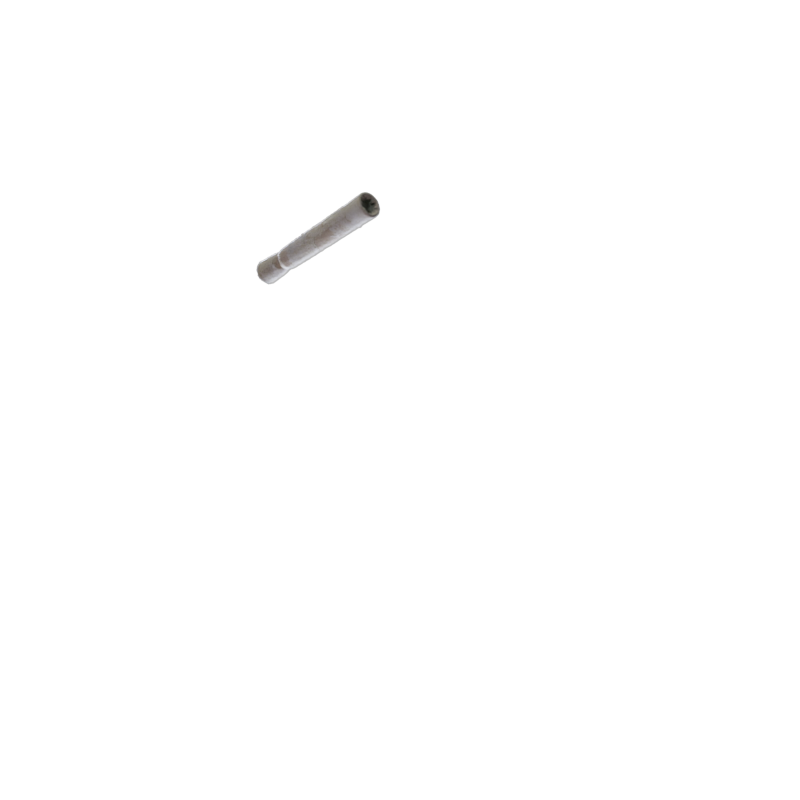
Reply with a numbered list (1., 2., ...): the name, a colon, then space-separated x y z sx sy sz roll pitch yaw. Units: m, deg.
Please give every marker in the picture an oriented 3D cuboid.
1. marker: -0.060 -0.110 0.769 0.019 0.020 0.121 -3 -16 -45
